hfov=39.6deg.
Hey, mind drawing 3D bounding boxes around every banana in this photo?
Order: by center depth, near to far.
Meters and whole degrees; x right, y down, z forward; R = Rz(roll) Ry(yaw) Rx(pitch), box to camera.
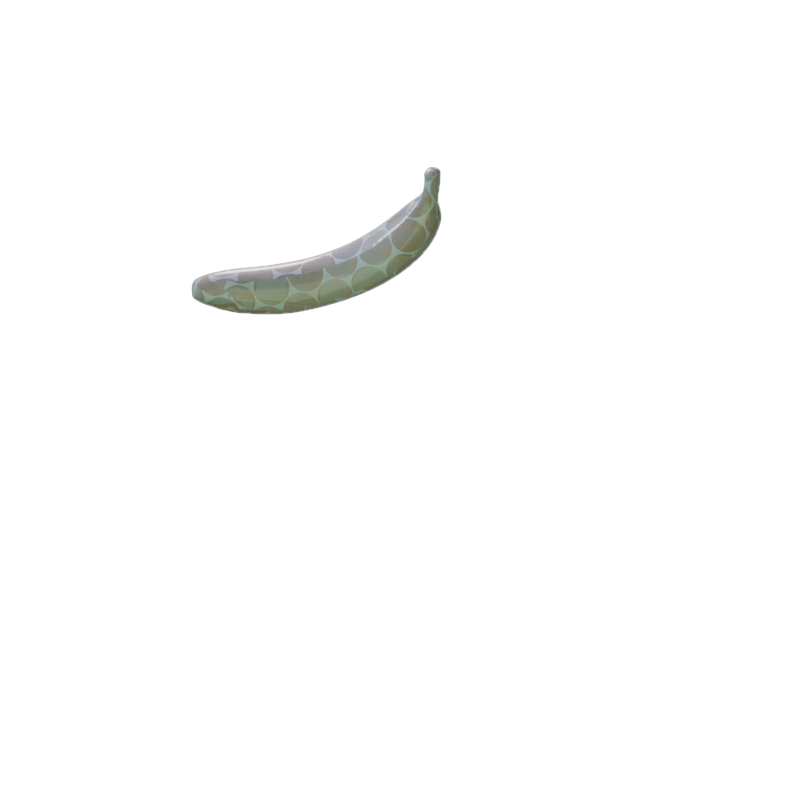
[{"bbox_3d":[-0.049,-0.099,0.783,0.198,0.065,0.039,-25,28,13],"label":"banana"}]
